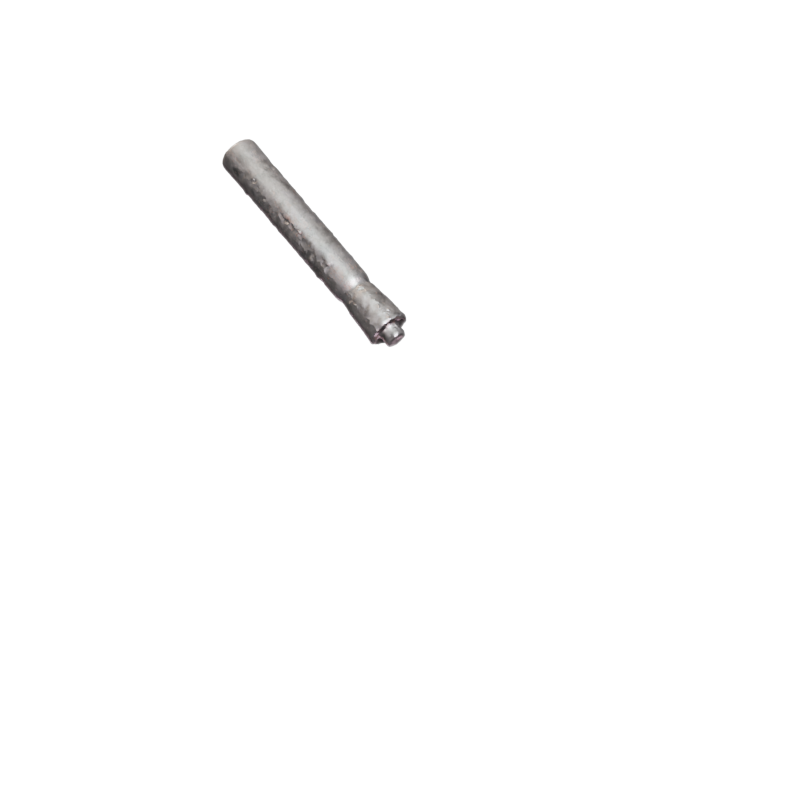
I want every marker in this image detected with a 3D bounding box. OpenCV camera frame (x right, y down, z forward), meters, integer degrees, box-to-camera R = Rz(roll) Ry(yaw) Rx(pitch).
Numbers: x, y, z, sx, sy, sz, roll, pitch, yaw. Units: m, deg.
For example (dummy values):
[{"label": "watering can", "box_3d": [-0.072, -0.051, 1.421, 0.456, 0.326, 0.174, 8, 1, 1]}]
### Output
[{"label": "marker", "box_3d": [-0.039, -0.071, 0.494, 0.019, 0.019, 0.128, -2, 47, -54]}]
